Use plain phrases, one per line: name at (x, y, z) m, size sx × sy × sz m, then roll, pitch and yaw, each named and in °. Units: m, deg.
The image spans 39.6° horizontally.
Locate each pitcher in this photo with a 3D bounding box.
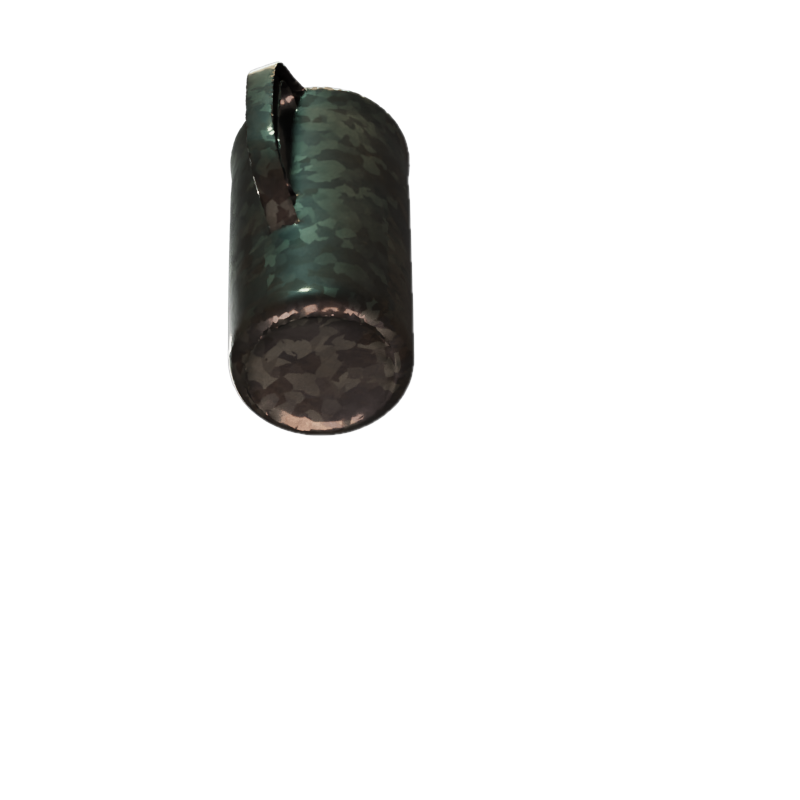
pitcher at (-0.057, -0.103, 0.725) m, size 0.145 × 0.139 × 0.260 m, roll 19°, pitch 35°, yaw -17°
